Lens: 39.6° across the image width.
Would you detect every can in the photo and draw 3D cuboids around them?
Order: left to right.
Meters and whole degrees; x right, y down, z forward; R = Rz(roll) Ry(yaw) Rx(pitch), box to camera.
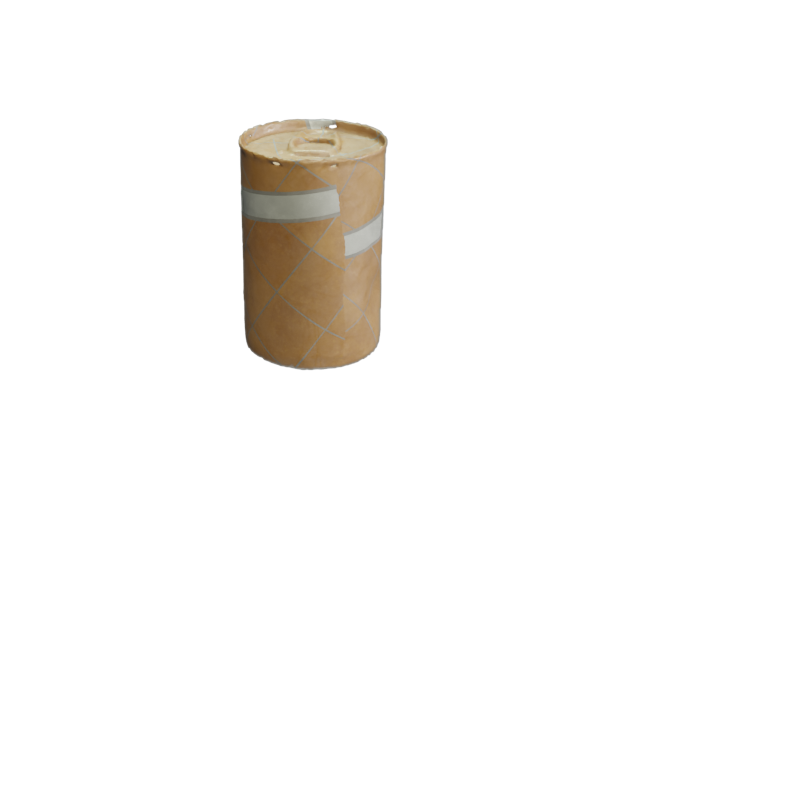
[{"bbox_3d":[-0.041,-0.074,0.521,0.068,0.097,0.072,0,25,-2],"label":"can"}]
